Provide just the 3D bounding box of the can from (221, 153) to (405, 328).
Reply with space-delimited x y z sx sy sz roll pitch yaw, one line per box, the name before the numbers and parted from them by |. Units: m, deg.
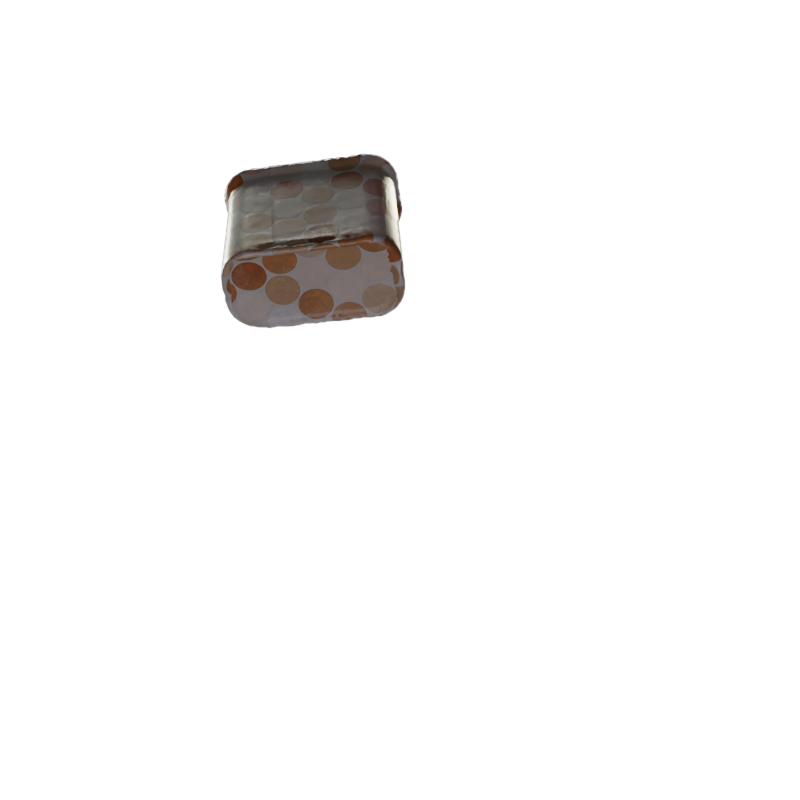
can | -0.048 -0.088 0.616 0.102 0.053 0.090 -7 38 3
